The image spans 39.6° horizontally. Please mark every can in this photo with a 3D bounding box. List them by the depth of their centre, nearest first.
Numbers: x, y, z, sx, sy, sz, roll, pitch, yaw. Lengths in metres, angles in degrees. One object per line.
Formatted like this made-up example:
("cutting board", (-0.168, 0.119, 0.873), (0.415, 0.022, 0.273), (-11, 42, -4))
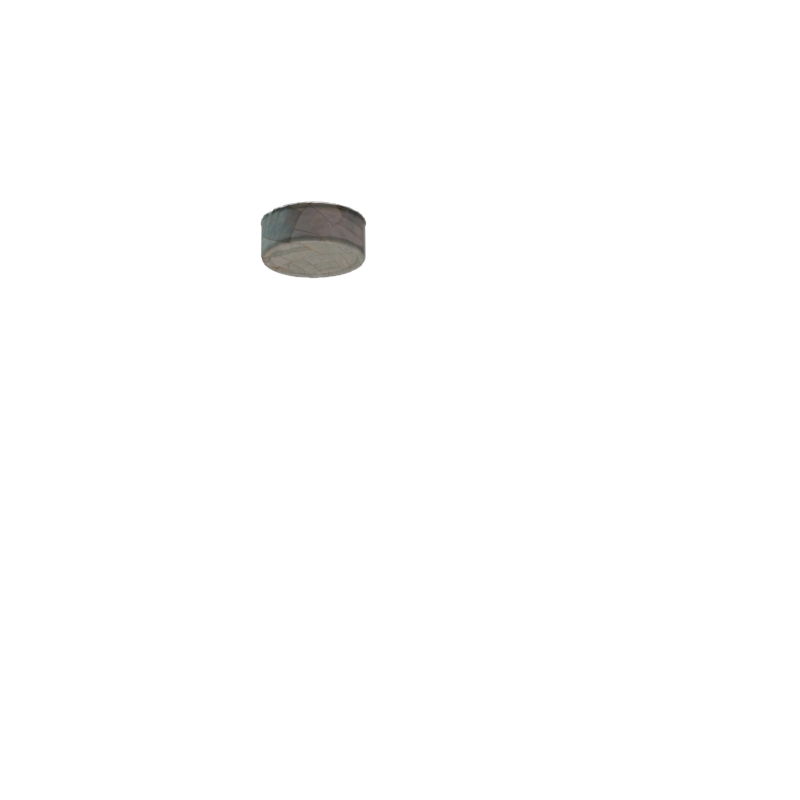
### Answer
("can", (-0.070, -0.128, 0.896), (0.086, 0.035, 0.082), (0, -16, -2))
